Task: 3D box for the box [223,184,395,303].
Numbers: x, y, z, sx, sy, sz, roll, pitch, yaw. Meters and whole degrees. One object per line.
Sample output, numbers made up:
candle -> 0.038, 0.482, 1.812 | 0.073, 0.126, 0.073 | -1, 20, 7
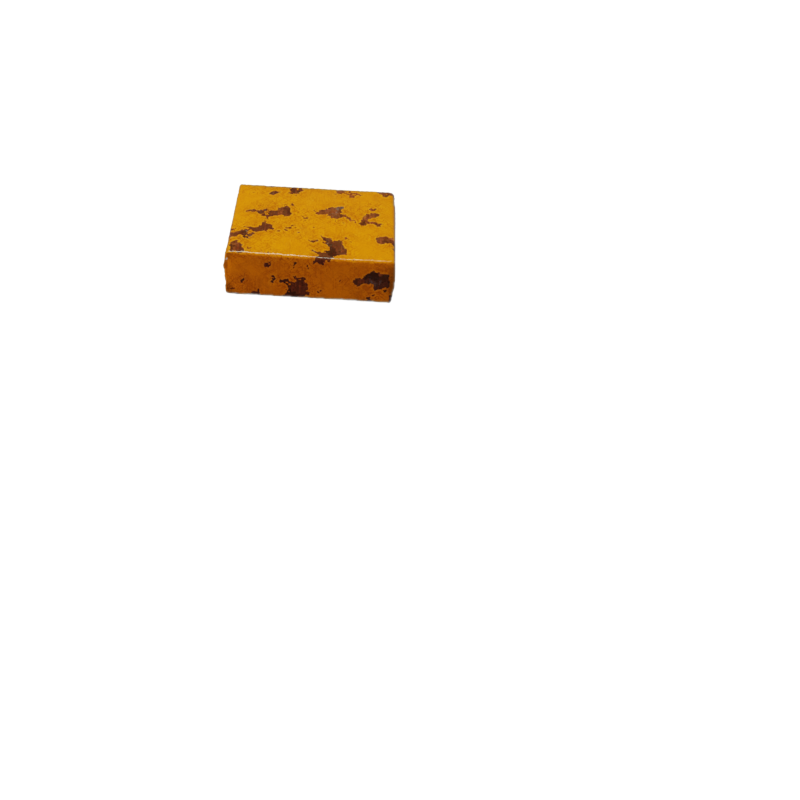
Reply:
box -> -0.059, -0.108, 0.757 | 0.114, 0.036, 0.096 | 1, 37, 1
